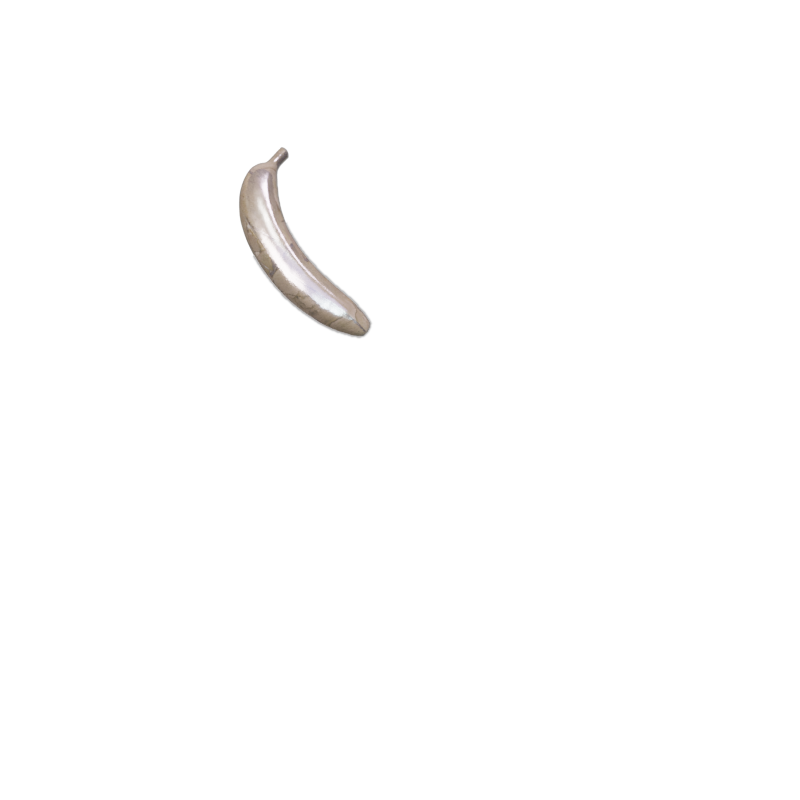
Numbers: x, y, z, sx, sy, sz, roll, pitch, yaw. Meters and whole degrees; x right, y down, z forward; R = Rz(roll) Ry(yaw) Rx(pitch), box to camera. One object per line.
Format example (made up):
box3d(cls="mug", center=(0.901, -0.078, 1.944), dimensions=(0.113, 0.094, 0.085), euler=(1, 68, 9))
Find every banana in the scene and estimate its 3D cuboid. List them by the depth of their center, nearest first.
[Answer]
box3d(cls="banana", center=(-0.094, -0.135, 0.967), dimensions=(0.069, 0.209, 0.035), euler=(-22, -21, -9))
